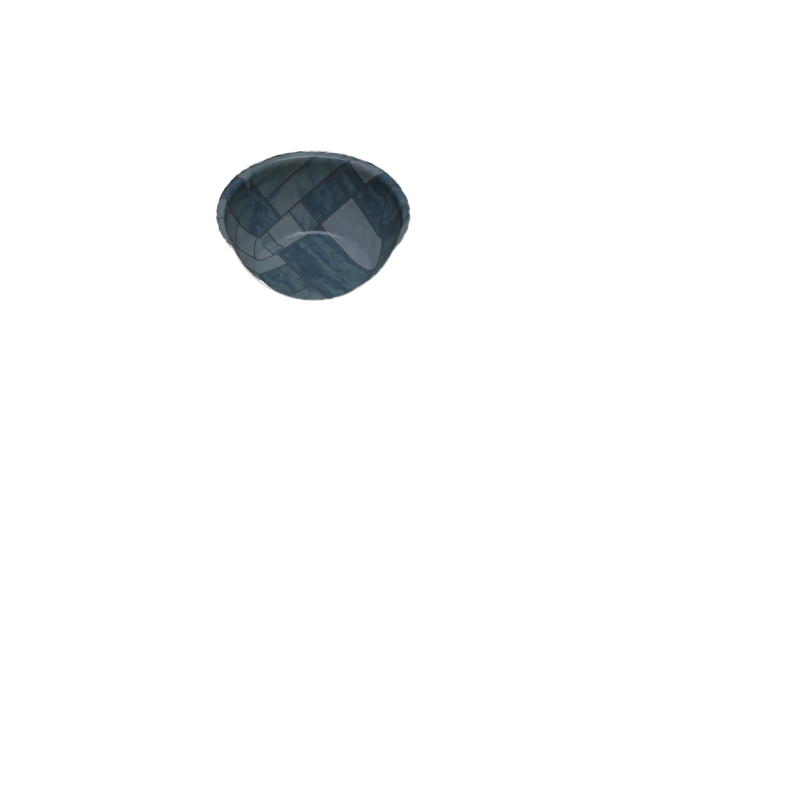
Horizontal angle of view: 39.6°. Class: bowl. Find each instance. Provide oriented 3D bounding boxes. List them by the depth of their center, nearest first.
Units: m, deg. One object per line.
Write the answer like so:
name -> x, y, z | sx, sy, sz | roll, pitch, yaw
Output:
bowl -> -0.071, -0.130, 0.908 | 0.162, 0.059, 0.151 | 1, -34, -2
